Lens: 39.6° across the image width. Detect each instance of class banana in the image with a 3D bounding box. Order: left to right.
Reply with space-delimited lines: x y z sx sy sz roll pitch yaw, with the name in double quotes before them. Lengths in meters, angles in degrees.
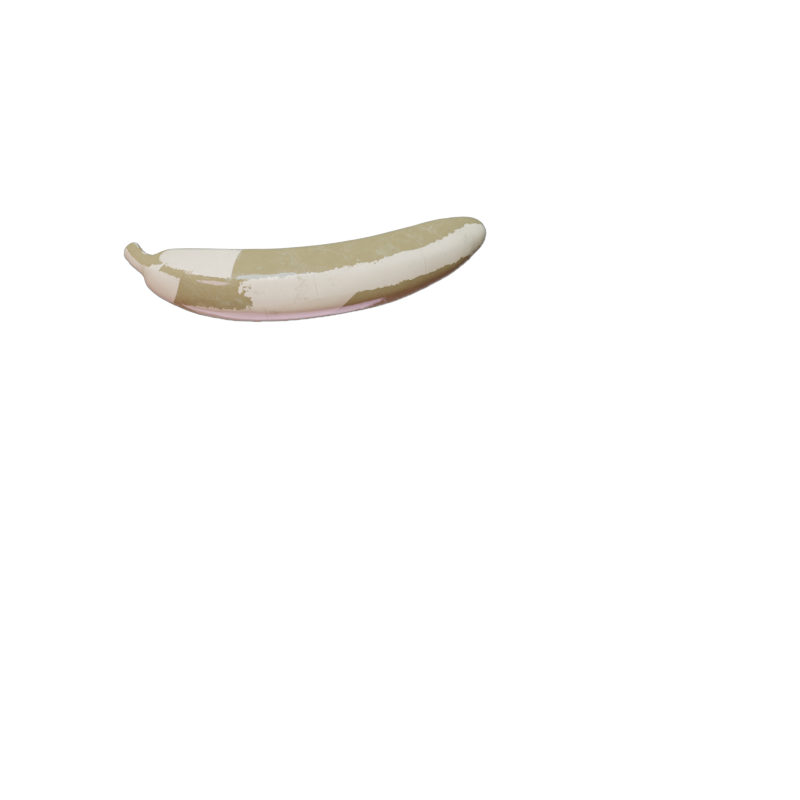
"banana" -0.048 -0.071 0.579 0.197 0.034 0.075 -3 44 -3
